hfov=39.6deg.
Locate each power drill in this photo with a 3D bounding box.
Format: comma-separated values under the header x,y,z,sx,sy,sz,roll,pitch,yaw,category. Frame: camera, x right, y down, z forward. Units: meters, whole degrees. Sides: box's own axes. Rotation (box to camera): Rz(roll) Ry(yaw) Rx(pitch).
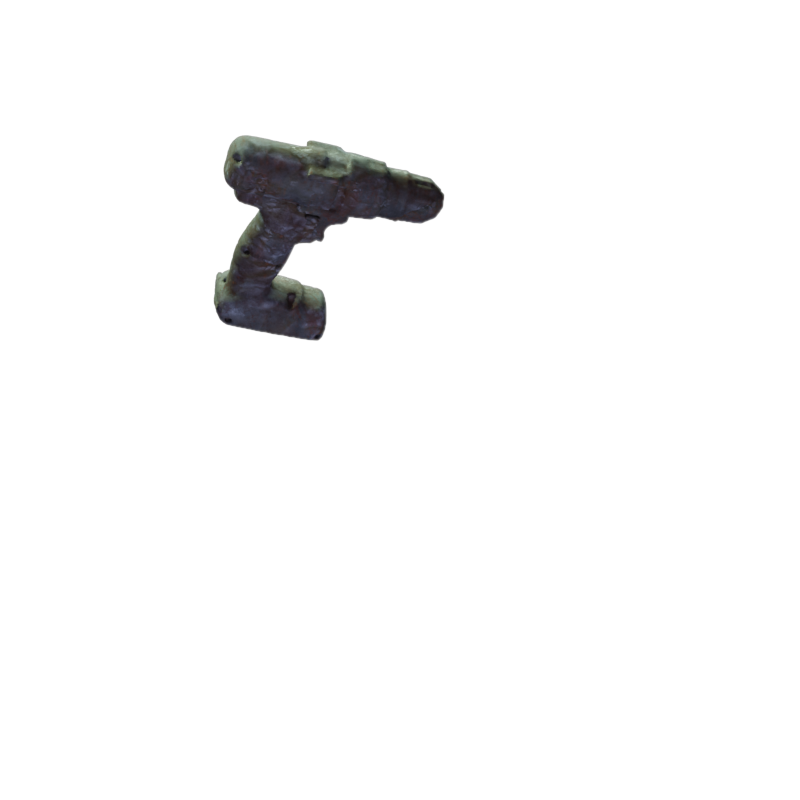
x,y,z,sx,sy,sz,roll,pitch,yaw,category
-0.074,-0.136,0.949,0.181,0.178,0.062,13,41,-12,power drill
